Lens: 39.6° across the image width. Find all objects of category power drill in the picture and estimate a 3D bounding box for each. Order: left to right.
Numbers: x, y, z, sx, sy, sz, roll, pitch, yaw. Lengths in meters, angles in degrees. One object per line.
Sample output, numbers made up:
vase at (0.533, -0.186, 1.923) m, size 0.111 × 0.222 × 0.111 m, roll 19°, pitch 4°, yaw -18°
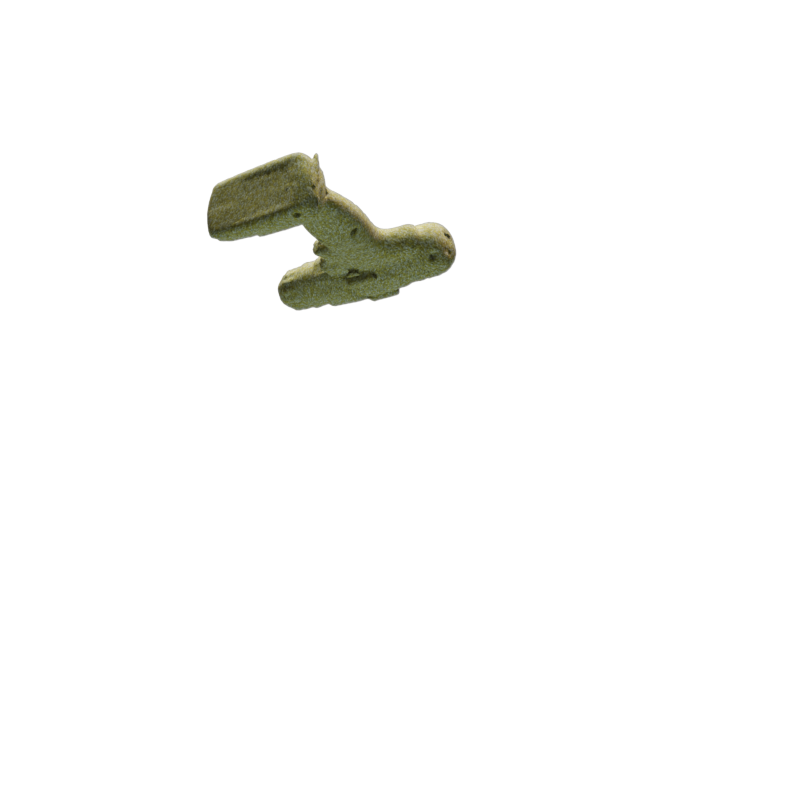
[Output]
power drill at (-0.074, -0.134, 0.939) m, size 0.187 × 0.060 × 0.175 m, roll -15°, pitch -24°, yaw 34°
